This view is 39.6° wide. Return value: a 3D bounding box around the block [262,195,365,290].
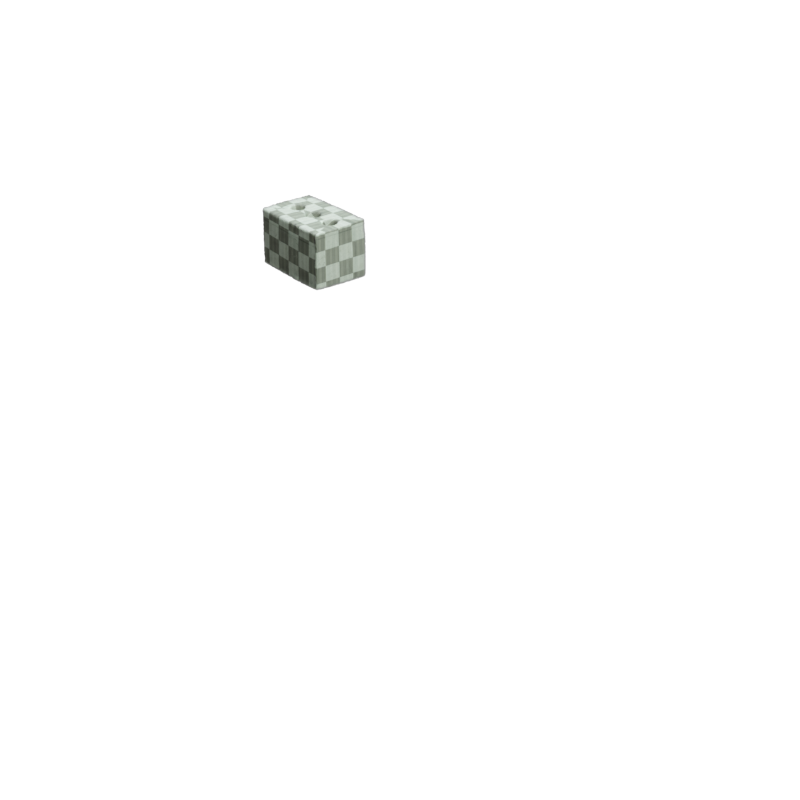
[{"bbox_3d":[-0.073,-0.133,0.933,0.052,0.049,0.083,-20,34,-35],"label":"block"}]
